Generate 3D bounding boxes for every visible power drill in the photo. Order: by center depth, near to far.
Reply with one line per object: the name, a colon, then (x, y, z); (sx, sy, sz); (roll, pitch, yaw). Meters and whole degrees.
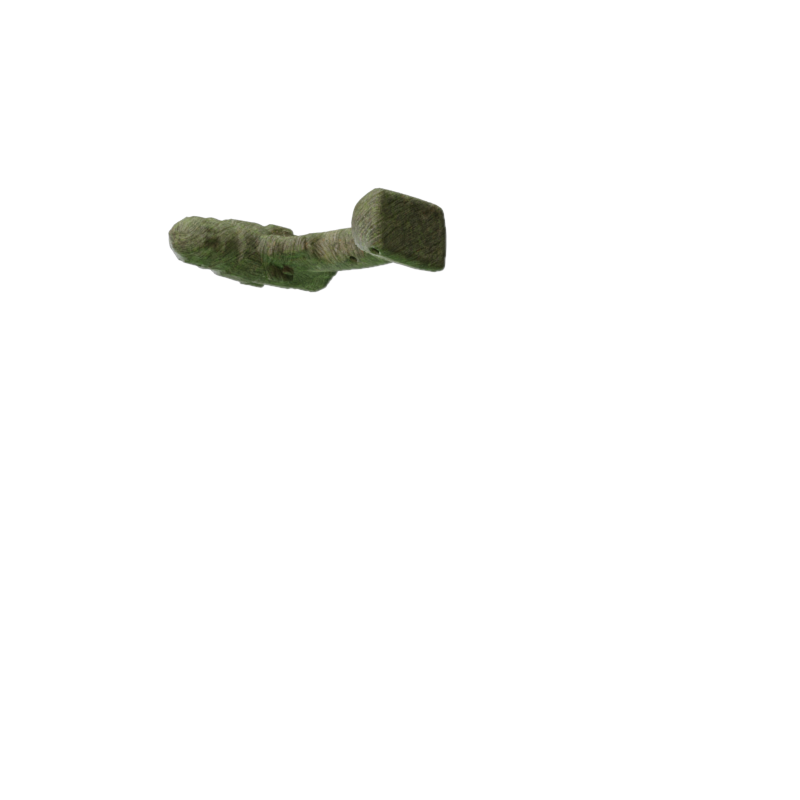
power drill: (-0.072, -0.131, 0.915); (0.193, 0.058, 0.176); (-2, -4, 38)
